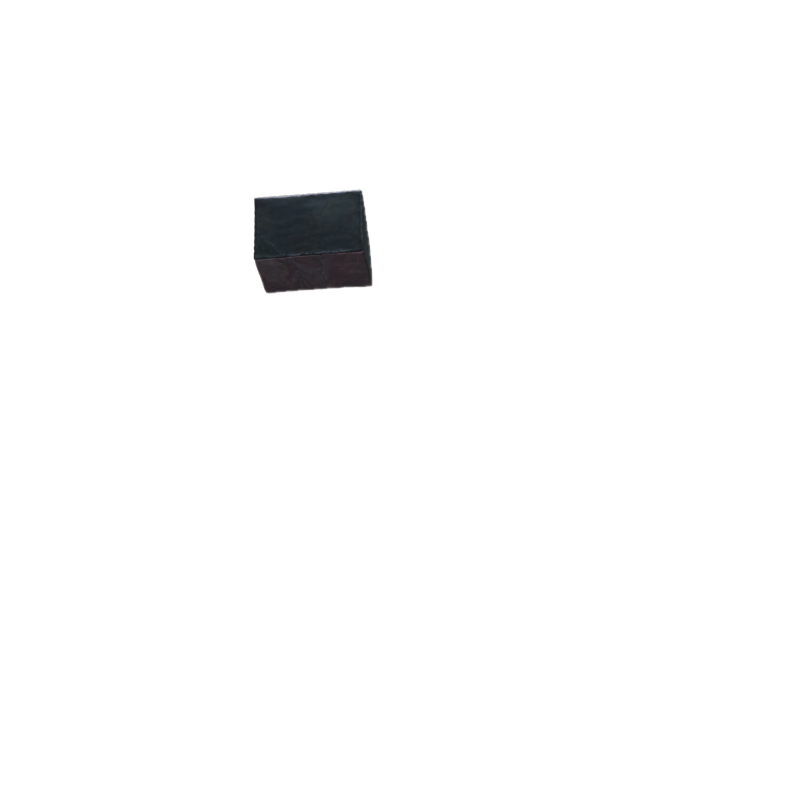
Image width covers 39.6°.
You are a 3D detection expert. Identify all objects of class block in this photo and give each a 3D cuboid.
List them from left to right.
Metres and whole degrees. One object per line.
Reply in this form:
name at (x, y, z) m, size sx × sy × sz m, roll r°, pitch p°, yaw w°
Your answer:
block at (-0.061, -0.111, 0.775) m, size 0.078 × 0.054 × 0.049 m, roll -3°, pitch -26°, yaw 5°
